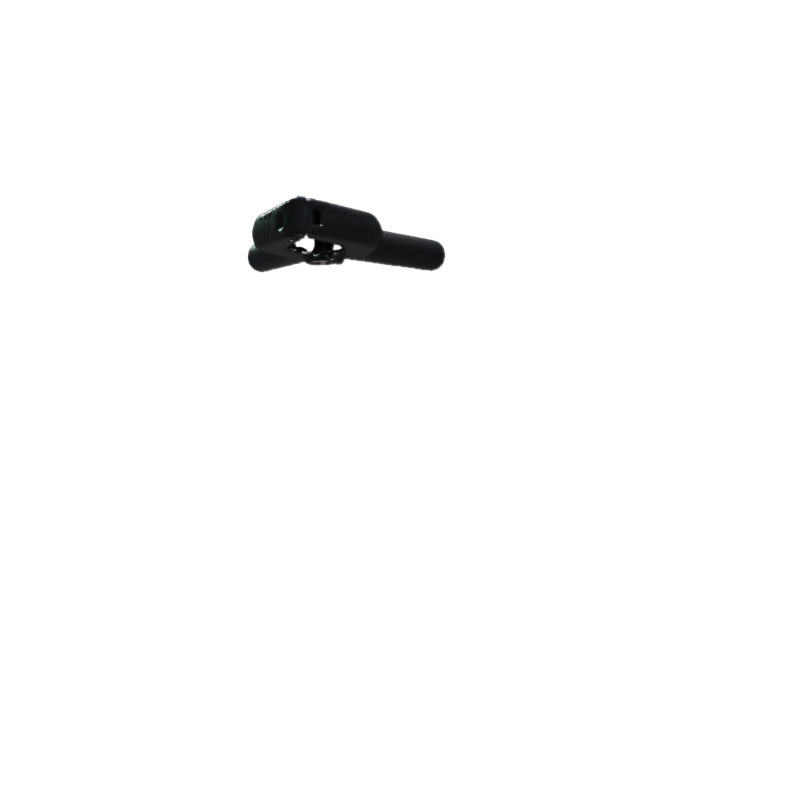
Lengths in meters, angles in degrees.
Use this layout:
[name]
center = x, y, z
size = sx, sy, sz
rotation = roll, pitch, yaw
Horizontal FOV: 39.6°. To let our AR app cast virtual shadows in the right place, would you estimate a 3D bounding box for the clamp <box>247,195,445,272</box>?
[clamp]
center = -0.066, -0.120, 0.843
size = 0.168, 0.037, 0.203
rotation = 0, -1, 16
